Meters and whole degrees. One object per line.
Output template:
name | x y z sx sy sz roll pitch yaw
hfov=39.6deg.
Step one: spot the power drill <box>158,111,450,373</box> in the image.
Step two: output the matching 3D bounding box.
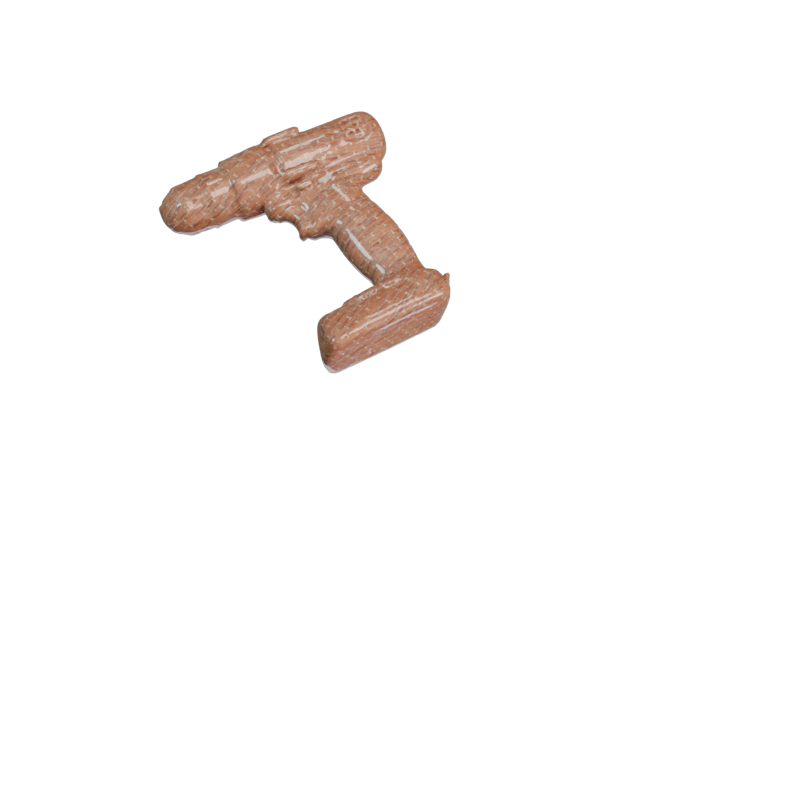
power drill | -0.064 -0.117 0.821 0.184 0.199 0.054 -25 -24 -12
